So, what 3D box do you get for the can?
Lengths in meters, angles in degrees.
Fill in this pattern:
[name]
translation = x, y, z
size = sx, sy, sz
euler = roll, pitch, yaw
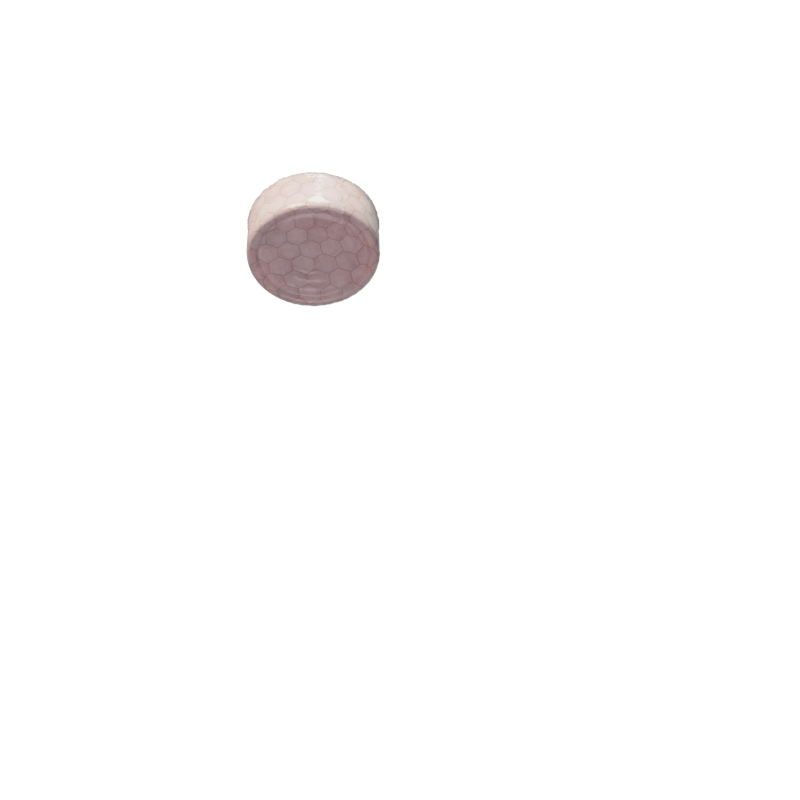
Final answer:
[can]
translation = -0.055, -0.101, 0.708
size = 0.086, 0.080, 0.036
euler = 1, 42, -1
